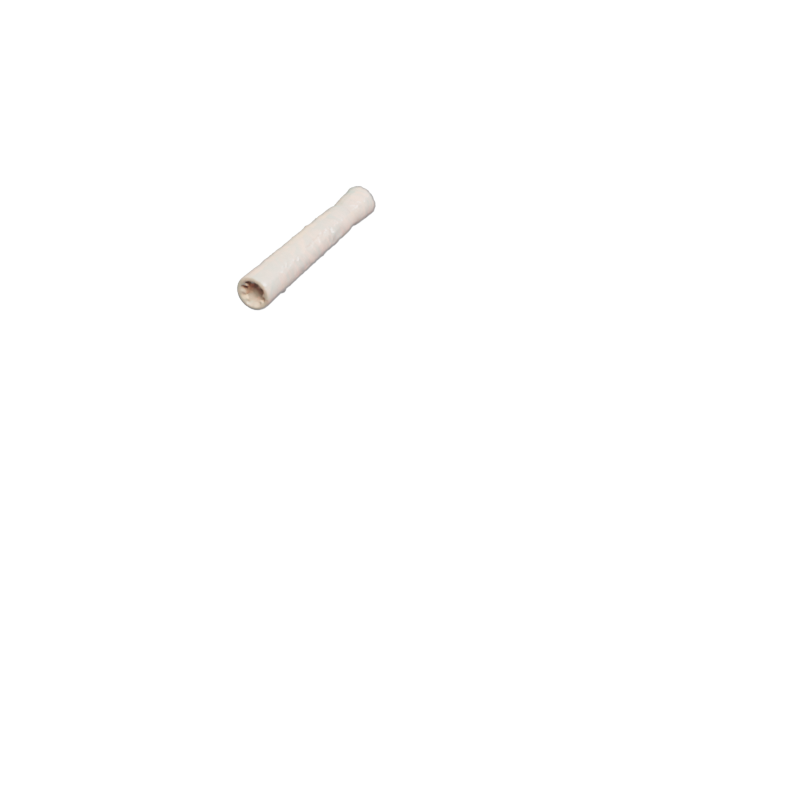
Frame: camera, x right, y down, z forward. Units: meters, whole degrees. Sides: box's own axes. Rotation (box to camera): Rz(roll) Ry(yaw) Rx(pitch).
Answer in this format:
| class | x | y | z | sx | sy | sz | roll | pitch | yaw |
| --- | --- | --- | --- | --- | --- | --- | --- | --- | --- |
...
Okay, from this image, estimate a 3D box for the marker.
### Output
| class | x | y | z | sx | sy | sz | roll | pitch | yaw |
| --- | --- | --- | --- | --- | --- | --- | --- | --- | --- |
| marker | -0.046 | -0.084 | 0.588 | 0.020 | 0.019 | 0.124 | 2 | 32 | 29 |
